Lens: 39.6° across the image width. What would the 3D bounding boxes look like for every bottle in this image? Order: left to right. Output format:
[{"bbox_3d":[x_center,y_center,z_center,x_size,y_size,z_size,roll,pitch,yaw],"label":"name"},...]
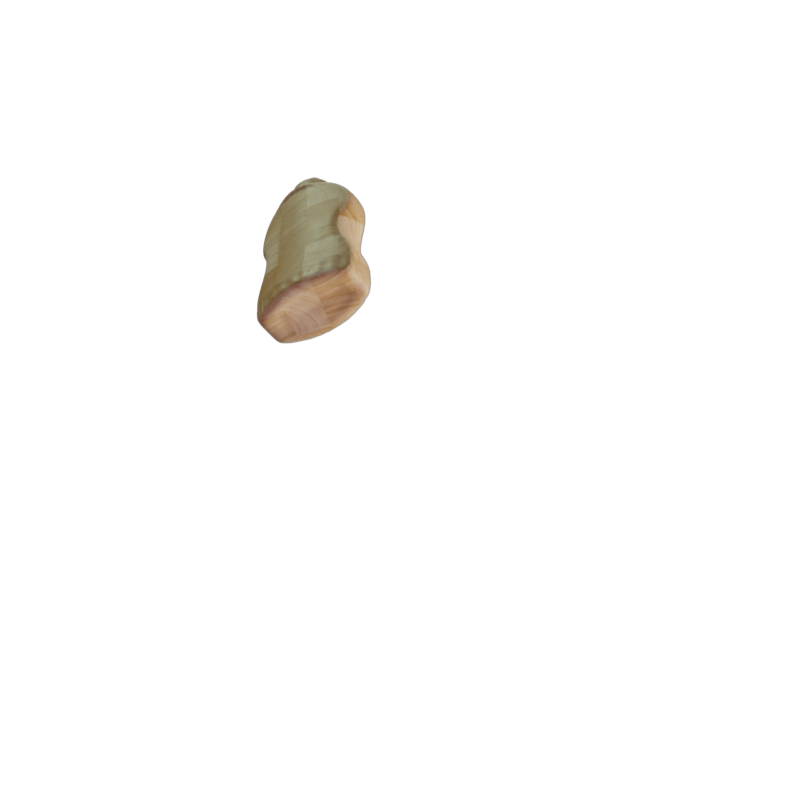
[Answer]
[{"bbox_3d":[-0.075,-0.137,0.959,0.096,0.205,0.055,-31,-55,20],"label":"bottle"}]
